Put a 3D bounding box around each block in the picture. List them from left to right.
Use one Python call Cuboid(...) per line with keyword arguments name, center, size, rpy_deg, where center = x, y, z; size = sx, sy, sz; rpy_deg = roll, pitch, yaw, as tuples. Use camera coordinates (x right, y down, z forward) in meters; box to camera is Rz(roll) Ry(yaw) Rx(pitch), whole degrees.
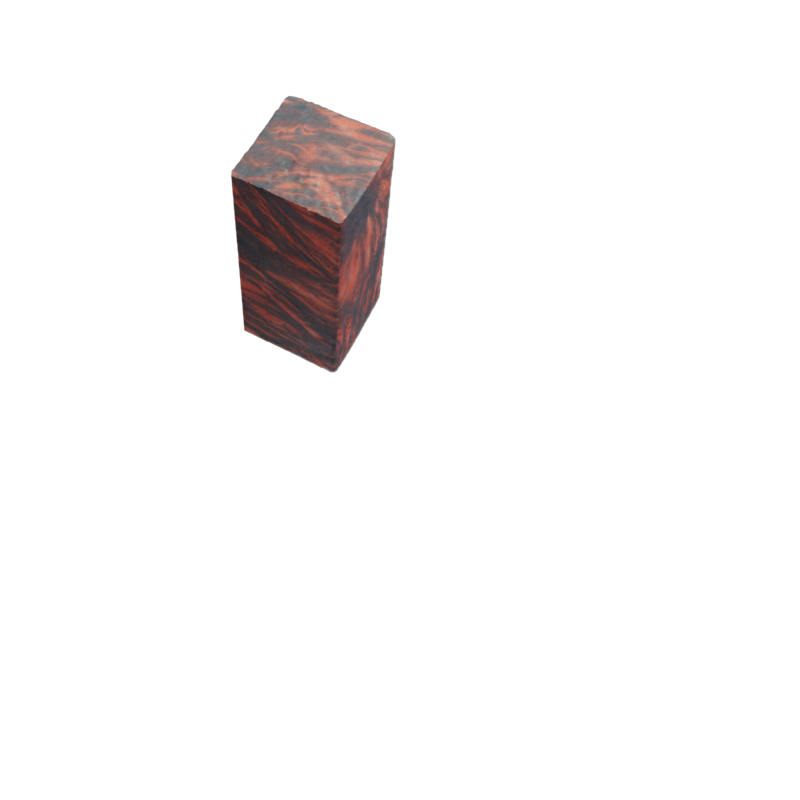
Cuboid(name="block", center=(-0.067, -0.123, 0.858), size=(0.093, 0.093, 0.193), rpy_deg=(25, -29, 11))
